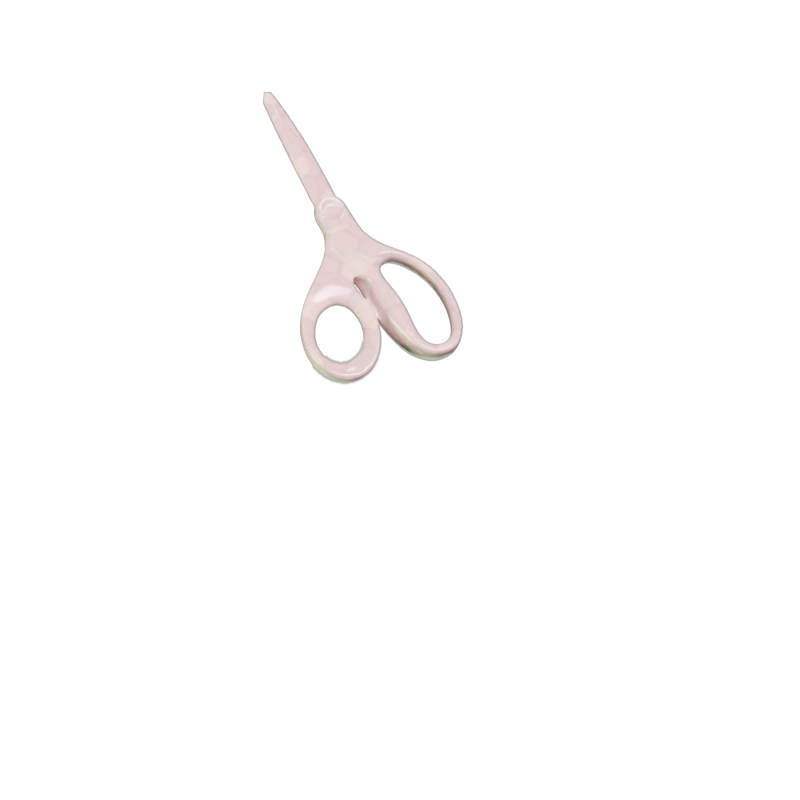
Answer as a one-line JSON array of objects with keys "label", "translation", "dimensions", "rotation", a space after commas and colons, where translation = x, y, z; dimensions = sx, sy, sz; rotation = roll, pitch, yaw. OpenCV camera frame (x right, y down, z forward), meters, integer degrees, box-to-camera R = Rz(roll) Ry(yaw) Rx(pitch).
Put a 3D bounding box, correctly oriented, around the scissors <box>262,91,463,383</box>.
[{"label": "scissors", "translation": [-0.050, -0.090, 0.633], "dimensions": [0.097, 0.213, 0.015], "rotation": [-36, -22, -18]}]
